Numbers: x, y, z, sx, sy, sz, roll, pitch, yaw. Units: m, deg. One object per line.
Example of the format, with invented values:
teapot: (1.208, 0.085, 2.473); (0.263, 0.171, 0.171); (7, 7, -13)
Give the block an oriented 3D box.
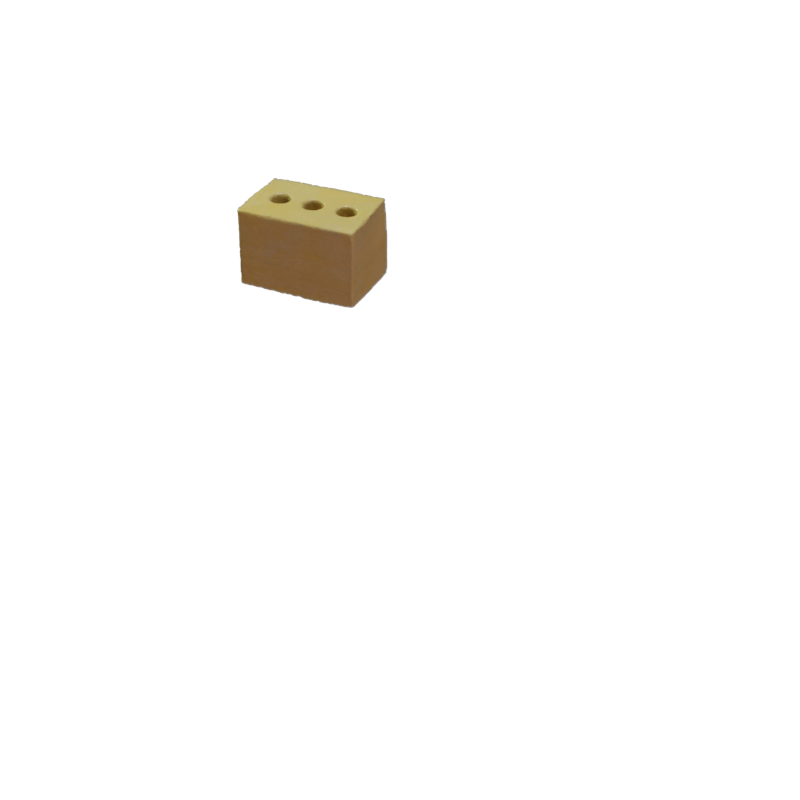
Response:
block: (-0.053, -0.096, 0.671); (0.081, 0.048, 0.054); (13, 33, 20)
